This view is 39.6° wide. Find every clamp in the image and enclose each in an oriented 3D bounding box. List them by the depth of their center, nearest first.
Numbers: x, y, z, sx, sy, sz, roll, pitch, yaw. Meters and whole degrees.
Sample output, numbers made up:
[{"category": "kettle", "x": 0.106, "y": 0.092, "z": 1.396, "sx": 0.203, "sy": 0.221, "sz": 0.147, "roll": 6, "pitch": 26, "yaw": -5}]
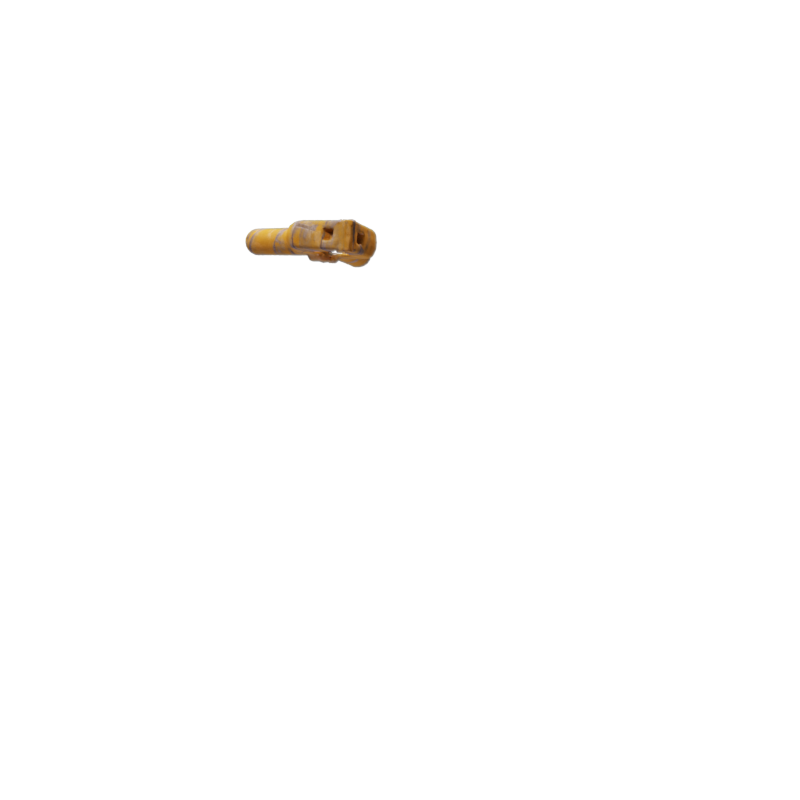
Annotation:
[{"category": "clamp", "x": -0.077, "y": -0.141, "z": 0.989, "sx": 0.119, "sy": 0.040, "sz": 0.171, "roll": 0, "pitch": 0, "yaw": -7}]
